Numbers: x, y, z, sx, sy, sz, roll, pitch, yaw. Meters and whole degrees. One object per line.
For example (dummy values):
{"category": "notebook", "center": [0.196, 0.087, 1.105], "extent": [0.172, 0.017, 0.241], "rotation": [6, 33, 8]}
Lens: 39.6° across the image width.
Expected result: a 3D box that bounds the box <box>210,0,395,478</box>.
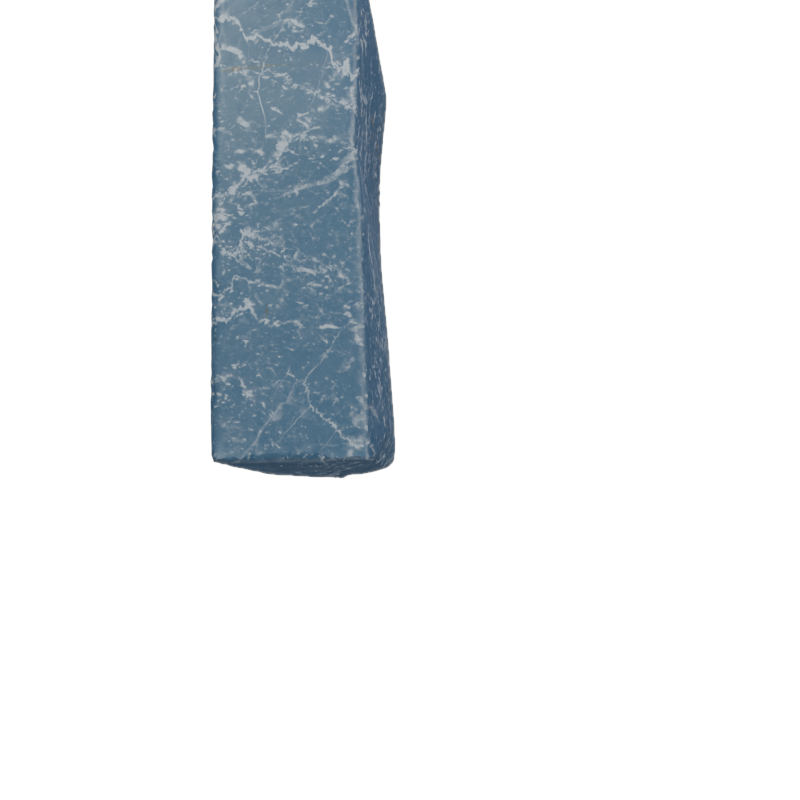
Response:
{"category": "box", "center": [-0.041, -0.075, 0.522], "extent": [0.072, 0.220, 0.159], "rotation": [-1, -11, 2]}
